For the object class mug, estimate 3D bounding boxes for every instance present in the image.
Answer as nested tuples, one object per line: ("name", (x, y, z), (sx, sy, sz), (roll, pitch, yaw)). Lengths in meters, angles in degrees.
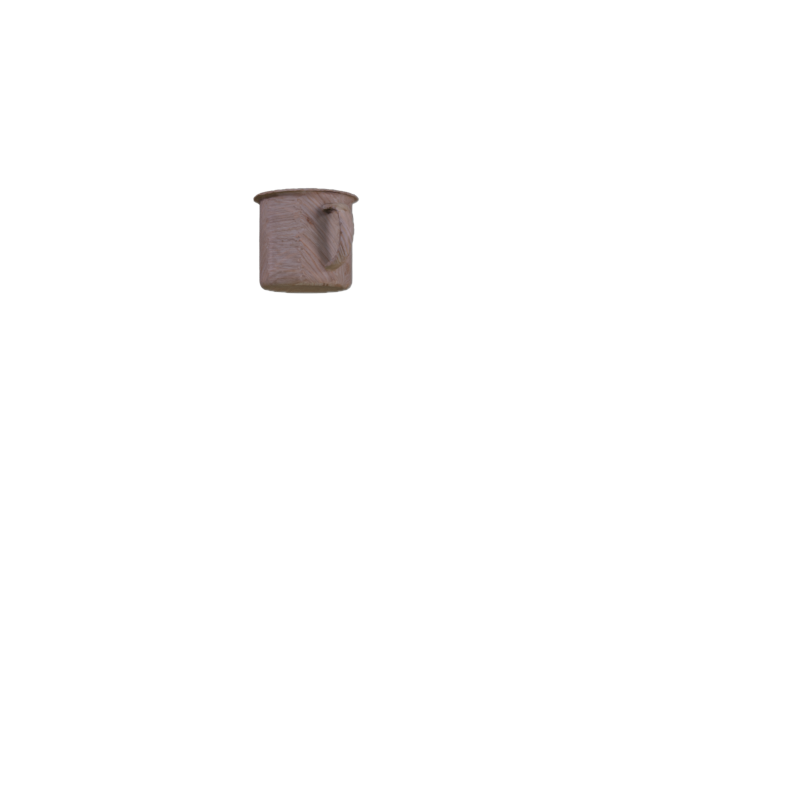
("mug", (-0.075, -0.137, 0.960), (0.089, 0.083, 0.120), (3, -4, -36))
